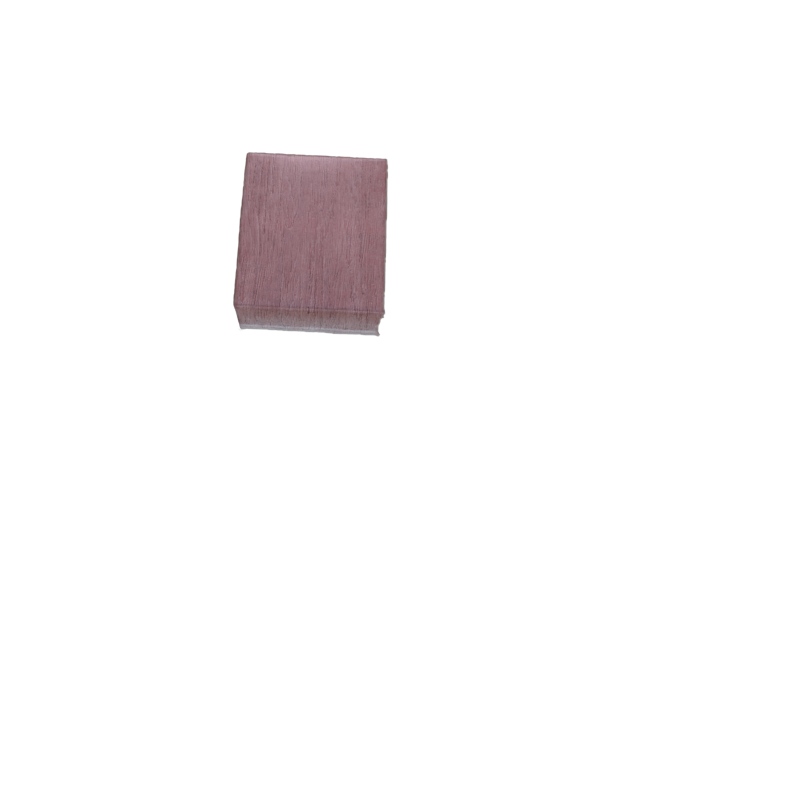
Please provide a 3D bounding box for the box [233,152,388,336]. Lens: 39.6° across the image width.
[{"bbox_3d":[-0.054,-0.098,0.685,0.090,0.120,0.037,1,-26,0],"label":"box"}]
